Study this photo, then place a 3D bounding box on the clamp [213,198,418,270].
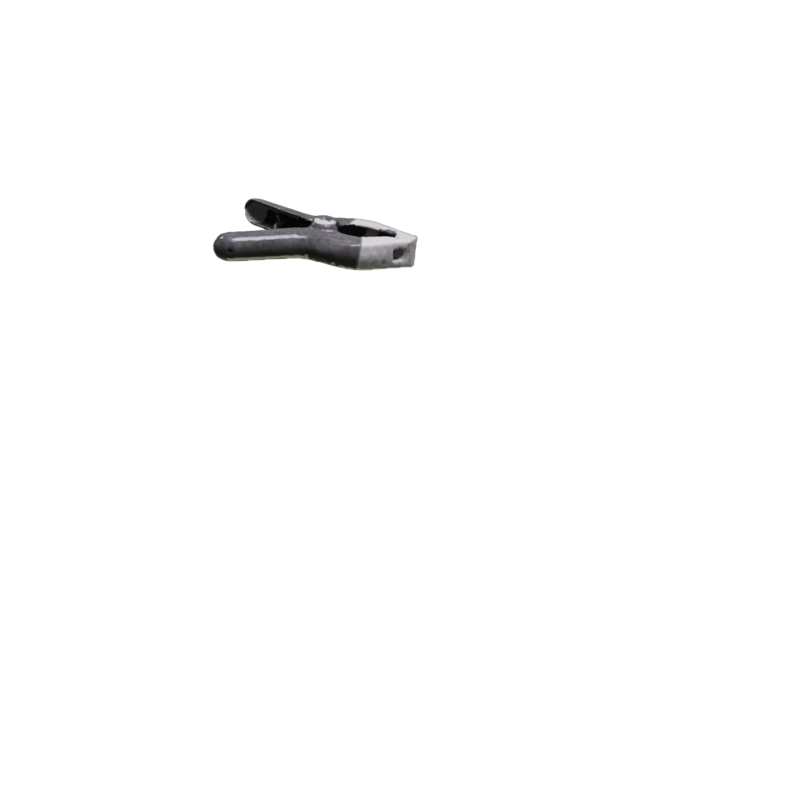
[{"bbox_3d":[-0.075,-0.137,0.956,0.176,0.037,0.124,10,32,16],"label":"clamp"}]
